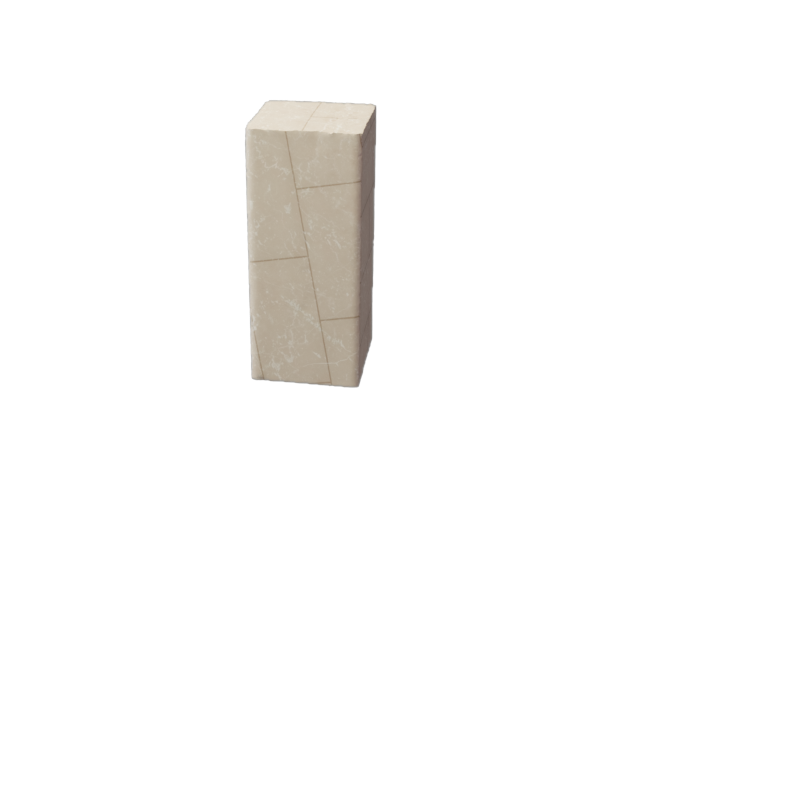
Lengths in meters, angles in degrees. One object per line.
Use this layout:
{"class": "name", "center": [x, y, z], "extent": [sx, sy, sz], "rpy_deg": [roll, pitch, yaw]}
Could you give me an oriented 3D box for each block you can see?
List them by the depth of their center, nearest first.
{"class": "block", "center": [-0.069, -0.125, 0.877], "extent": [0.091, 0.196, 0.094], "rpy_deg": [4, 24, 6]}
